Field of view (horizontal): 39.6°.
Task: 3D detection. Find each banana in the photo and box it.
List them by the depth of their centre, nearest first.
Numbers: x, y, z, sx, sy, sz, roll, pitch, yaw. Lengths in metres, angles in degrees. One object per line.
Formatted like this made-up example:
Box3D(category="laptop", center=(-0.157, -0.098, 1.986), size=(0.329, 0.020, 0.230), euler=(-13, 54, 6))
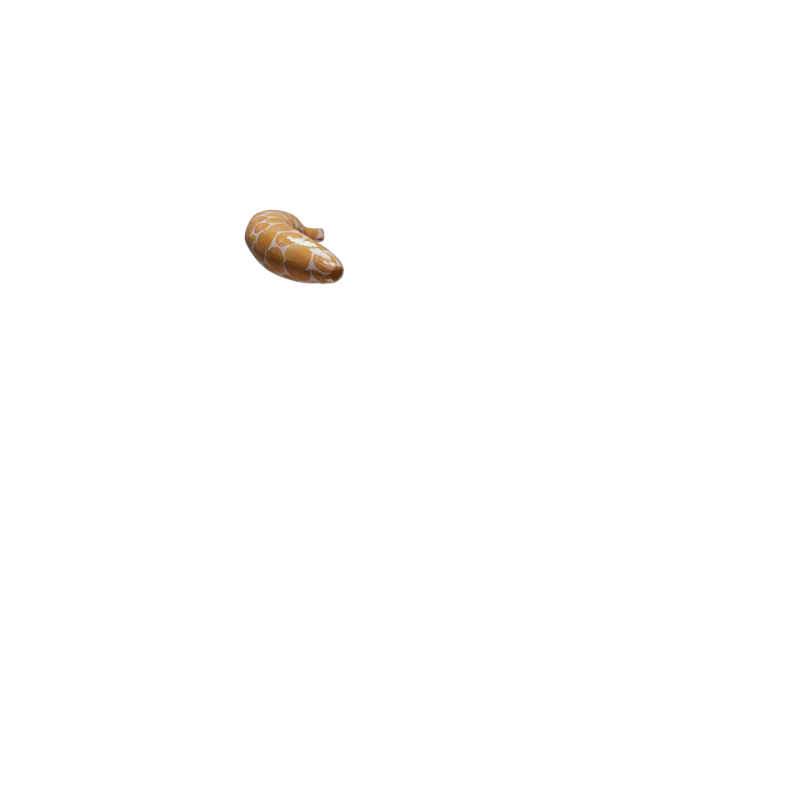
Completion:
Box3D(category="banana", center=(-0.086, -0.124, 0.862), size=(0.069, 0.035, 0.206), euler=(-2, 18, -7))
